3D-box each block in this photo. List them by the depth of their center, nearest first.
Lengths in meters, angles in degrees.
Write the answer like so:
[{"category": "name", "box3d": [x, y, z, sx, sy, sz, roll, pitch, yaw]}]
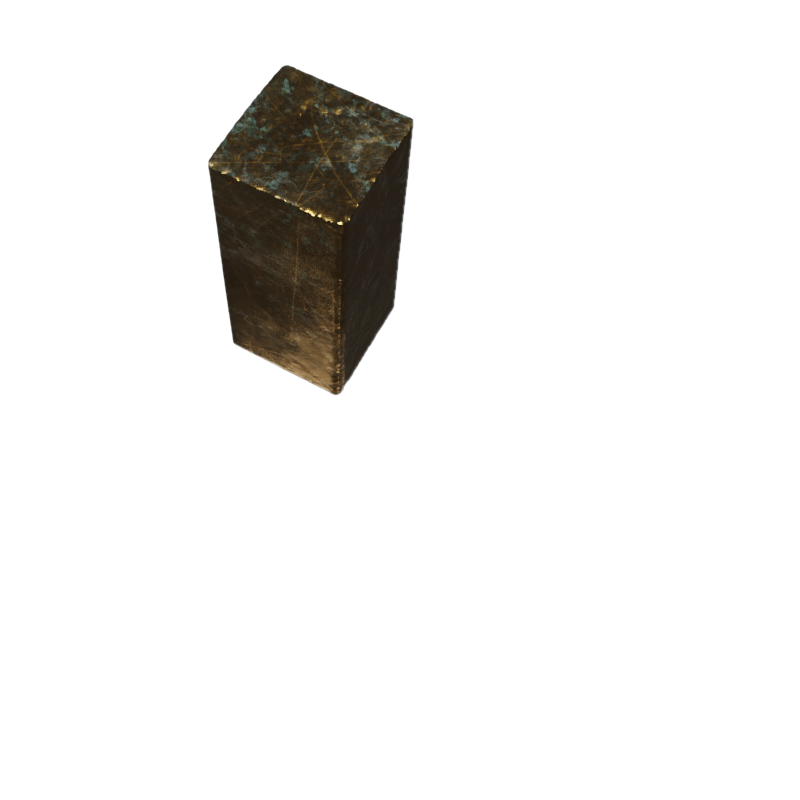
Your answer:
[{"category": "block", "box3d": [-0.056, -0.101, 0.710, 0.093, 0.093, 0.194, 27, -27, 11]}]
